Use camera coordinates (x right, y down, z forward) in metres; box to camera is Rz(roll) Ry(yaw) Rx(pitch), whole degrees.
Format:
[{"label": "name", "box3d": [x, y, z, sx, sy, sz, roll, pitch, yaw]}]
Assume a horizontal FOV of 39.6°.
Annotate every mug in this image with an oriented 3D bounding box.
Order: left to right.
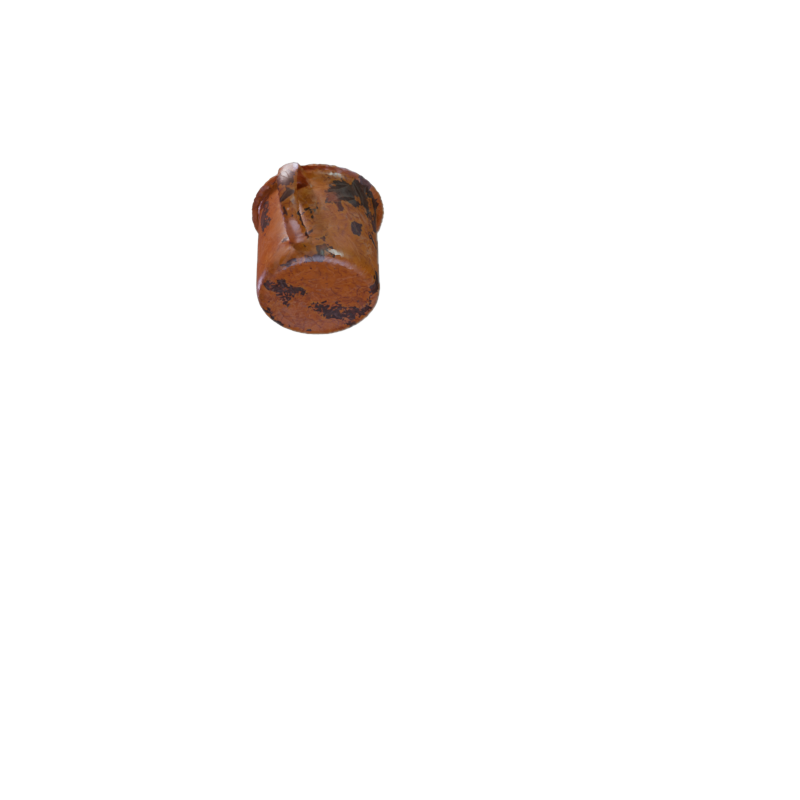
[{"label": "mug", "box3d": [-0.058, -0.106, 0.742, 0.094, 0.087, 0.108, -9, -42, 9]}]
